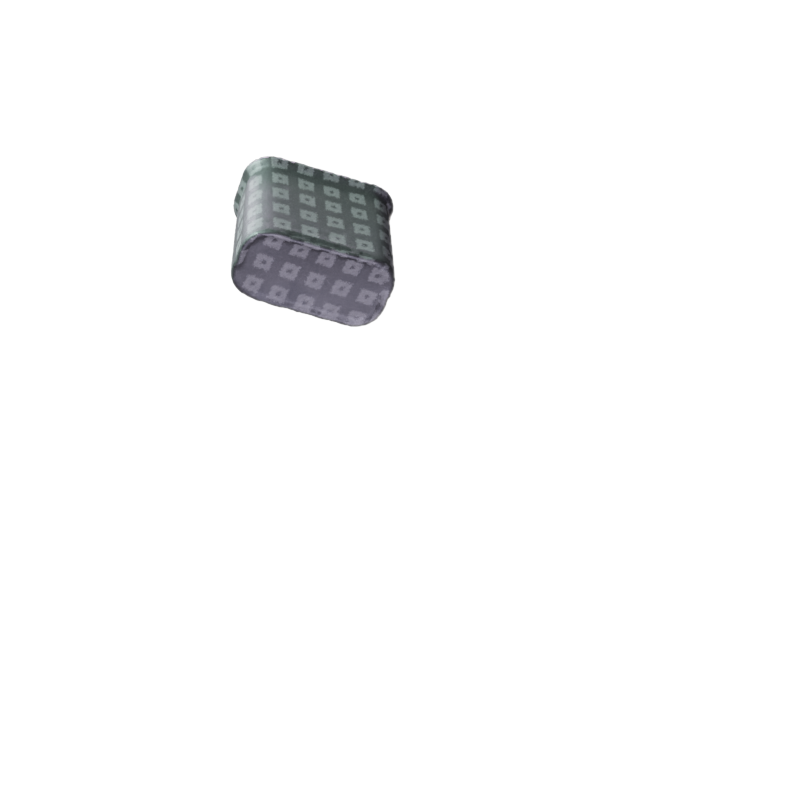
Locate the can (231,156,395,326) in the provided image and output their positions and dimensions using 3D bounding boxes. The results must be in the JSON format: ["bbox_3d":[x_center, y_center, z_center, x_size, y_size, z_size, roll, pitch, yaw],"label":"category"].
[{"bbox_3d":[-0.054,-0.099,0.692,0.100,0.055,0.090,14,37,-13],"label":"can"}]
